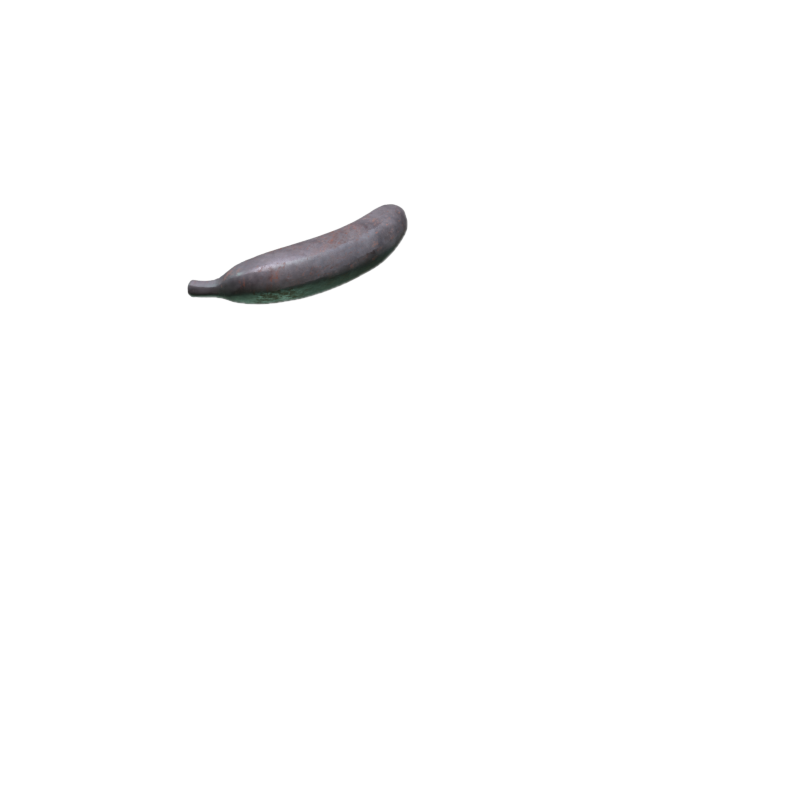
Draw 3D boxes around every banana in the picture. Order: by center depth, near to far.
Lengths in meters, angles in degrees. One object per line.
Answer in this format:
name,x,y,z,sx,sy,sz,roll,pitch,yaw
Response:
banana,-0.053,-0.106,0.792,0.196,0.035,0.074,-25,38,-36
